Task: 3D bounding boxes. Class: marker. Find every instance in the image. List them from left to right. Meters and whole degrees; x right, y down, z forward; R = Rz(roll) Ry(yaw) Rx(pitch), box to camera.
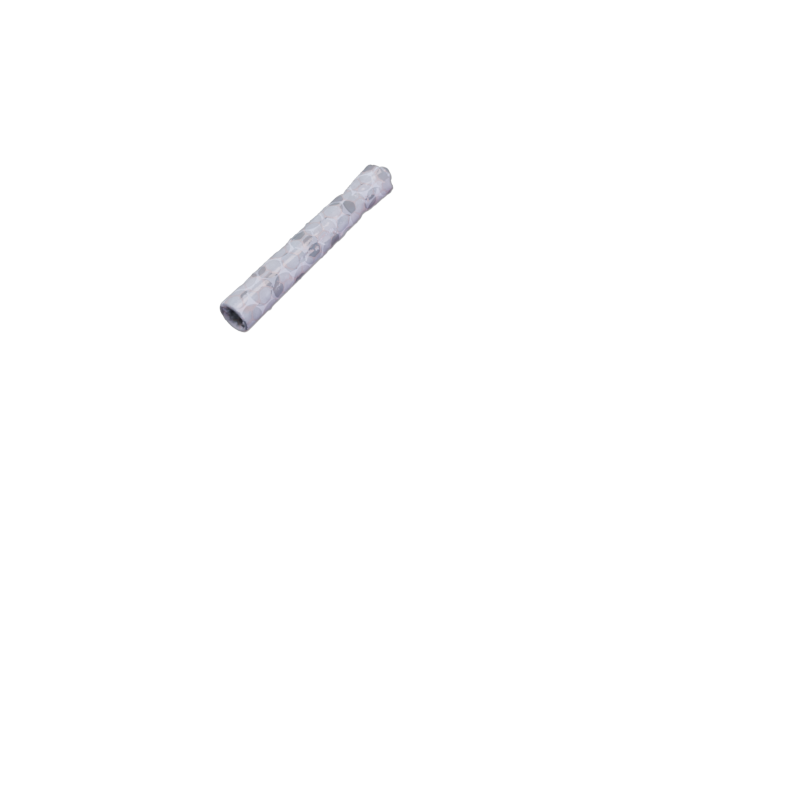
[{"bbox_3d":[-0.044,-0.080,0.559,0.021,0.019,0.123,4,44,49],"label":"marker"}]
